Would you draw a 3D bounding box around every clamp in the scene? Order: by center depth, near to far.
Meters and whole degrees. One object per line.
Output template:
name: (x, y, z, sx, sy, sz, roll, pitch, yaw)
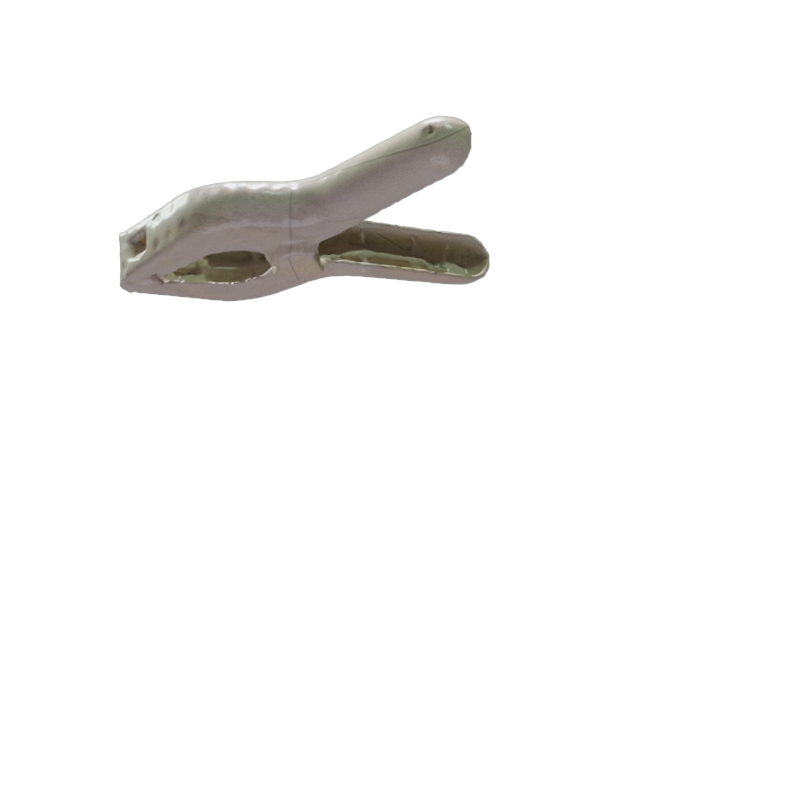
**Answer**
clamp: (-0.039, -0.072, 0.503, 0.174, 0.042, 0.111, -9, -30, 16)
